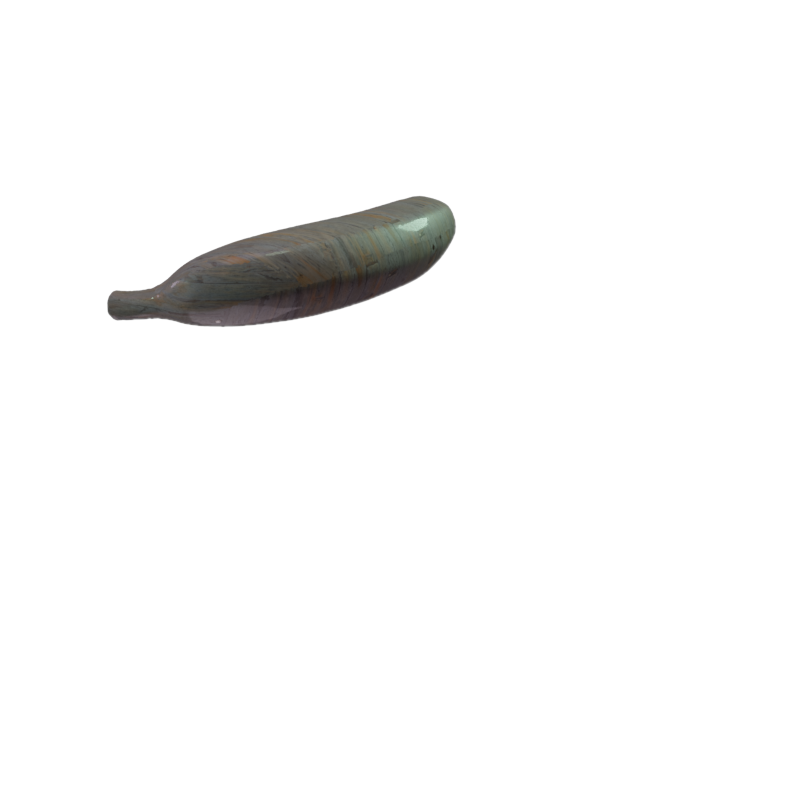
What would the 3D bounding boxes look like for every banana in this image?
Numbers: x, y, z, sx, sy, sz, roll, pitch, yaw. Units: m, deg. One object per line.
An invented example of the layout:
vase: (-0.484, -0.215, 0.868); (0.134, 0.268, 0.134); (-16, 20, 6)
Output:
banana: (-0.029, -0.066, 0.489); (0.074, 0.035, 0.194); (20, 29, 41)
